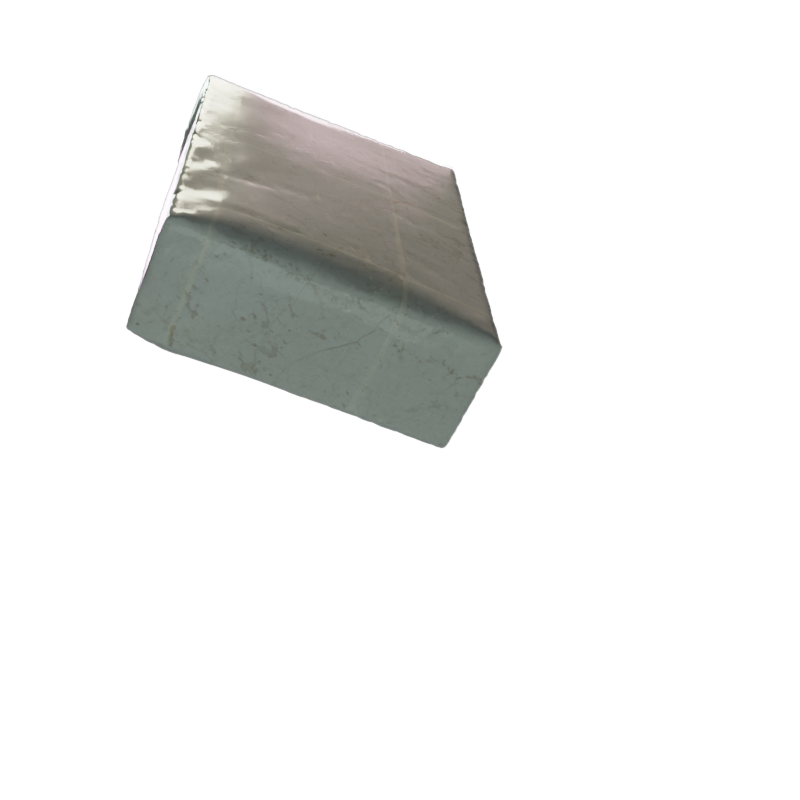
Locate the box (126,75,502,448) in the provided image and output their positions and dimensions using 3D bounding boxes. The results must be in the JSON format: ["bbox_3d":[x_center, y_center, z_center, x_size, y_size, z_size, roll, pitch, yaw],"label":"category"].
[{"bbox_3d":[-0.046,-0.084,0.591,0.160,0.069,0.227,19,28,-13],"label":"box"}]
